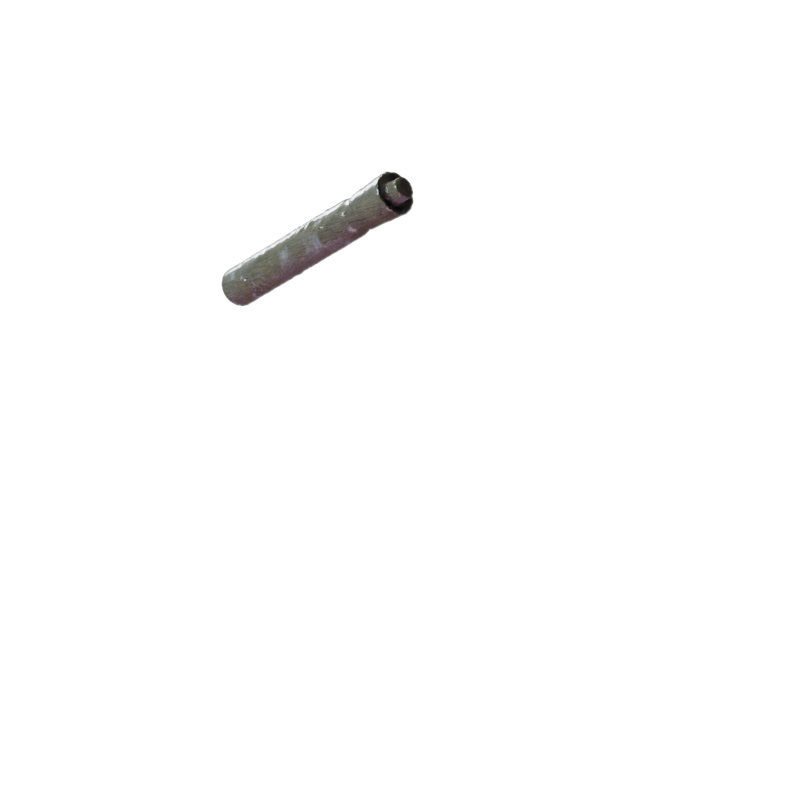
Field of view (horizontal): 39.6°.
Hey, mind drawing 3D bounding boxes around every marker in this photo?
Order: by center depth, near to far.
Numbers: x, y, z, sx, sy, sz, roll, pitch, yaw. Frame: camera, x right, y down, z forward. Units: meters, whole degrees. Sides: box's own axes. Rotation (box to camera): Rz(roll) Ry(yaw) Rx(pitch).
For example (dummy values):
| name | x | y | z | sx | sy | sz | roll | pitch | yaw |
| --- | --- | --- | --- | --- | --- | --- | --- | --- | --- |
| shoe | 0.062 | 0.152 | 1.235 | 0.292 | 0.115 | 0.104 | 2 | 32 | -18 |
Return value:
| name | x | y | z | sx | sy | sz | roll | pitch | yaw |
| --- | --- | --- | --- | --- | --- | --- | --- | --- | --- |
| marker | -0.037 | -0.068 | 0.478 | 0.019 | 0.020 | 0.121 | -3 | -13 | -42 |
